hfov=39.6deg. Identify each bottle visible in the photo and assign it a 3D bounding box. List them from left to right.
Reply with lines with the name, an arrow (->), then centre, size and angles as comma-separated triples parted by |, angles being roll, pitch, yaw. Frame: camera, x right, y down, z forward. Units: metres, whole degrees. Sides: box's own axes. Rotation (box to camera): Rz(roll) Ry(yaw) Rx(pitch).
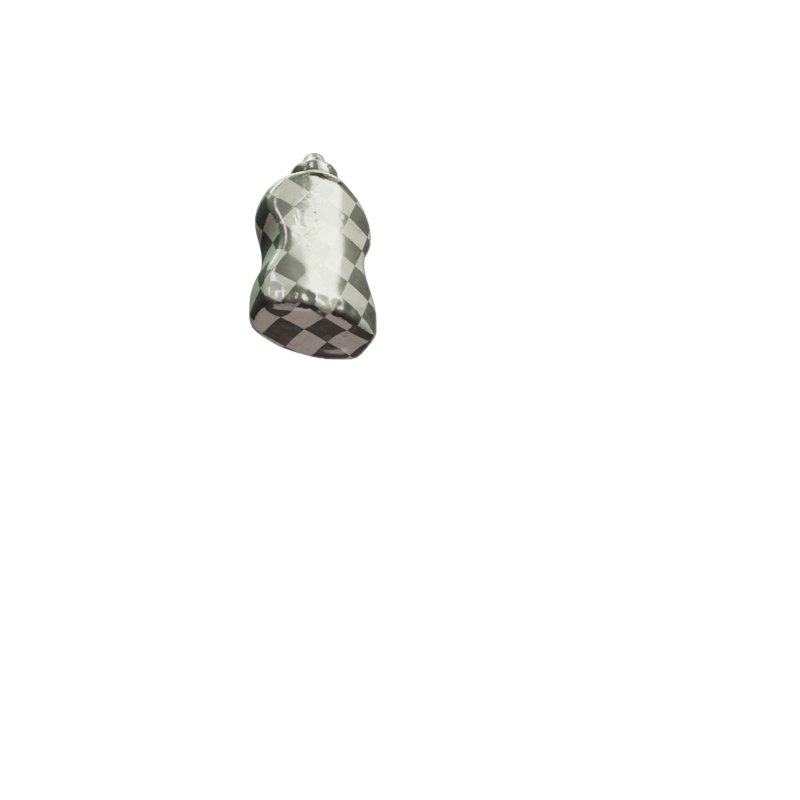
bottle -> -0.069, -0.127, 0.887 | 0.093, 0.206, 0.056 | 15, -43, -20
